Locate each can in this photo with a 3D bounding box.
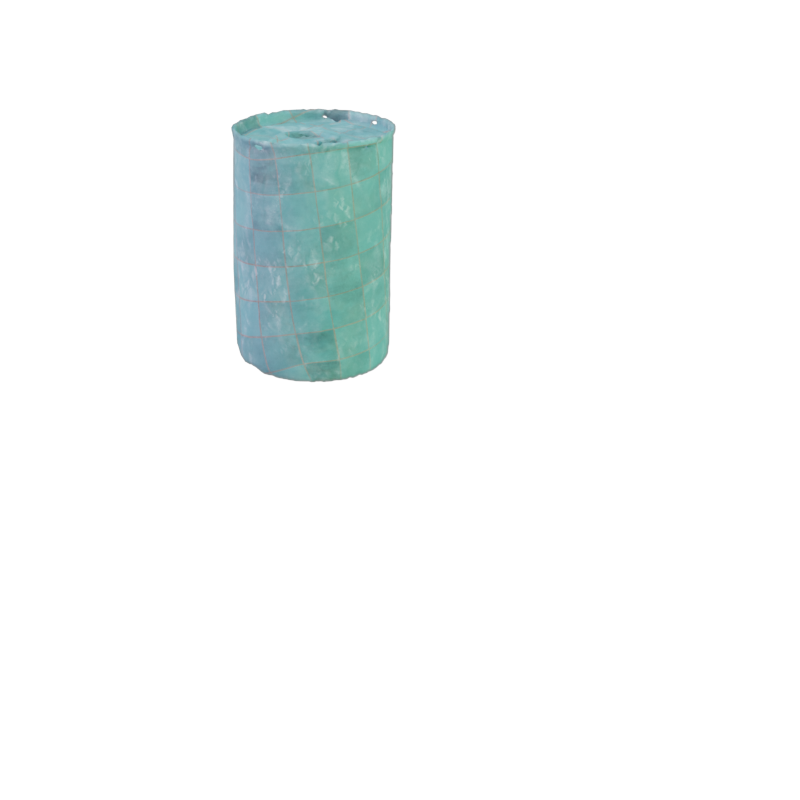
[{"bbox_3d":[-0.037,-0.068,0.474,0.068,0.098,0.072,0,21,-2],"label":"can"}]
